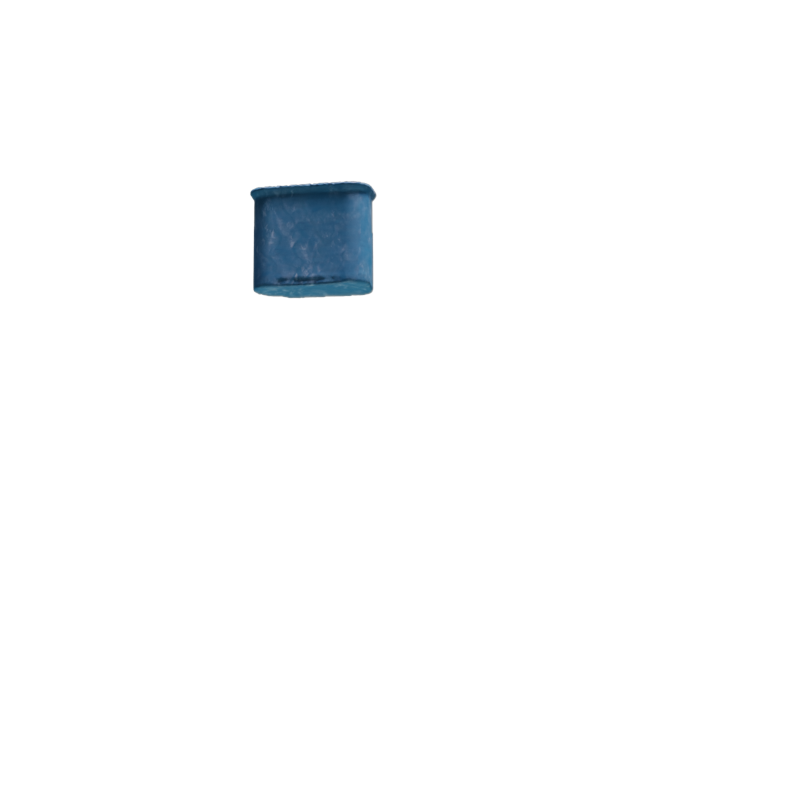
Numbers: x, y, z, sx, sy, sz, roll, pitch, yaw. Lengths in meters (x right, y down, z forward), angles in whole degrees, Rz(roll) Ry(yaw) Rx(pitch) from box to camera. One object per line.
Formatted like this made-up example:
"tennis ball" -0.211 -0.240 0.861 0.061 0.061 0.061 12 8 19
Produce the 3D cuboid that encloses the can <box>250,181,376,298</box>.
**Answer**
"can" -0.071 -0.130 0.908 0.103 0.086 0.055 -2 -11 12
